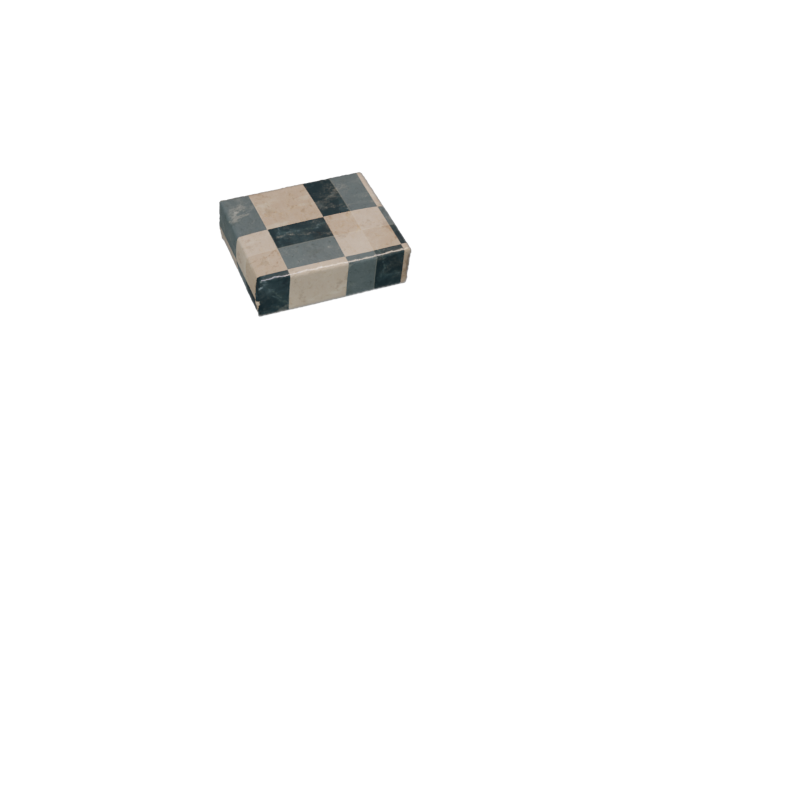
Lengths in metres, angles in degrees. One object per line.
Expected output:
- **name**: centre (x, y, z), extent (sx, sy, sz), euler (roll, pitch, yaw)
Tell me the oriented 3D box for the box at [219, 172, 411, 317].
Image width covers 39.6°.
- **box**: centre (-0.061, -0.111, 0.779), extent (0.112, 0.036, 0.097), euler (-16, 48, -16)
